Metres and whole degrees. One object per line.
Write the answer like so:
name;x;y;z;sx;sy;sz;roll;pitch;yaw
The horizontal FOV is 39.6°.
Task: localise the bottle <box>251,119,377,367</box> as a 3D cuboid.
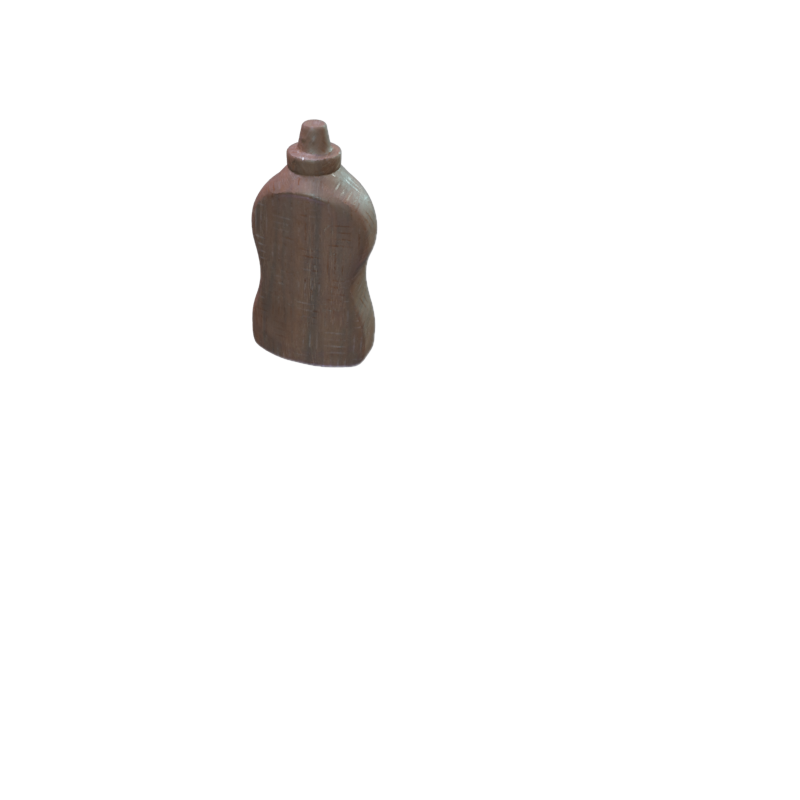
bottle;-0.066;-0.121;0.846;0.099;0.181;0.060;13;31;19
